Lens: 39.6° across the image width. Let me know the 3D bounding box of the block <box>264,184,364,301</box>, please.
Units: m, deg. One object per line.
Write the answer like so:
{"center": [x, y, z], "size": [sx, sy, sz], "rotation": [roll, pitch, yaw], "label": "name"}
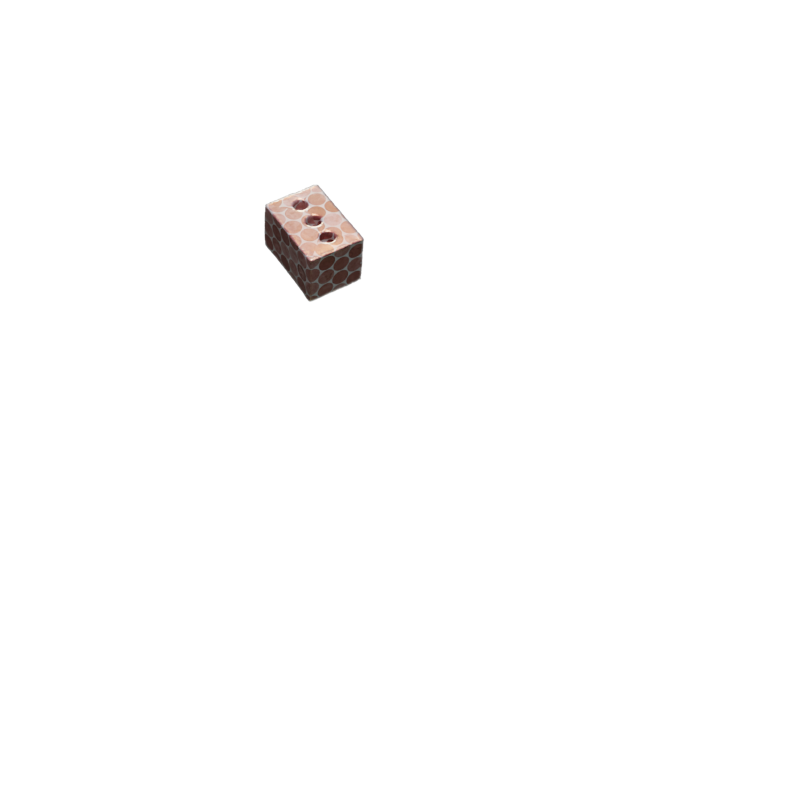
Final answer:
{"center": [-0.072, -0.132, 0.922], "size": [0.052, 0.048, 0.084], "rotation": [-25, 54, -21], "label": "block"}
